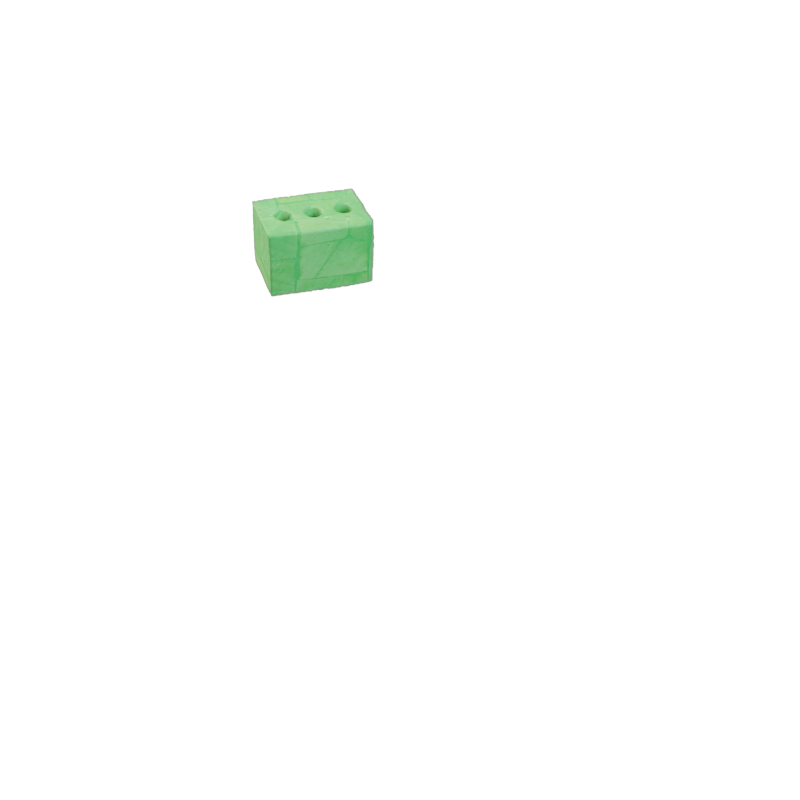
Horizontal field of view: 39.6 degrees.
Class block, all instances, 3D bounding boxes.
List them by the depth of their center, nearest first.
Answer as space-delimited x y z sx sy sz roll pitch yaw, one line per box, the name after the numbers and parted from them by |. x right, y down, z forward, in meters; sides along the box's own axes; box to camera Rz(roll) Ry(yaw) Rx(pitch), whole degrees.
-0.062 -0.113 0.793 0.077 0.048 0.057 -10 36 -14 | block
